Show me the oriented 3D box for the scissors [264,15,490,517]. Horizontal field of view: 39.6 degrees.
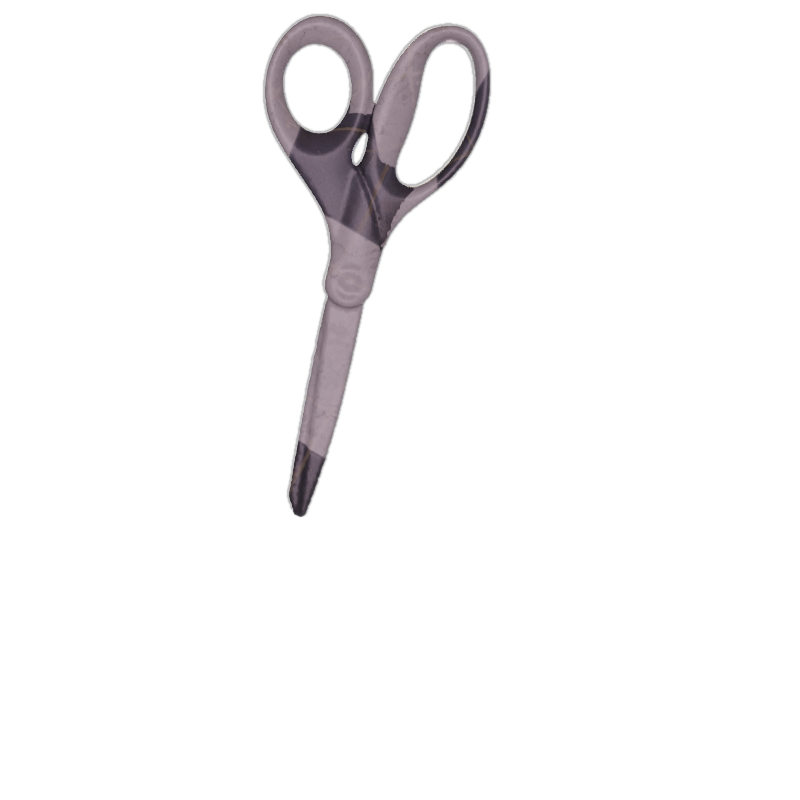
[{"bbox_3d":[-0.034,-0.062,0.437,0.096,0.200,0.016,28,4,-2],"label":"scissors"}]
